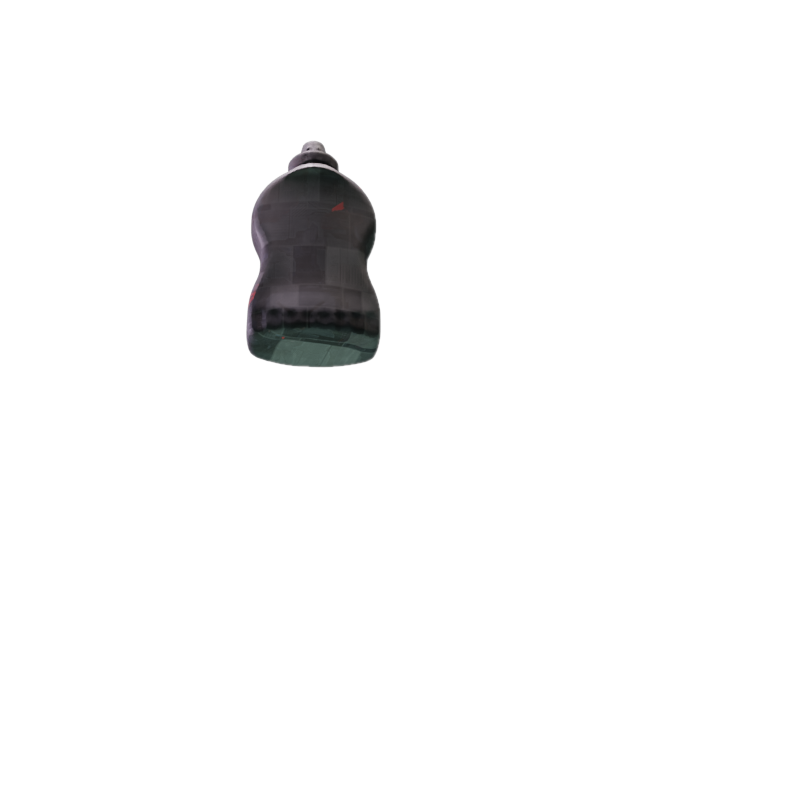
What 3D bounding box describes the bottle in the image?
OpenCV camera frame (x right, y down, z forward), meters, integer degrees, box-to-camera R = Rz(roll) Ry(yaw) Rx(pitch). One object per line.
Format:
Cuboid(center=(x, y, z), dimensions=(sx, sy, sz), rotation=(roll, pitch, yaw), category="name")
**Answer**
Cuboid(center=(-0.066, -0.120, 0.844), dimensions=(0.096, 0.205, 0.055), rotation=(0, -33, -3), category="bottle")
